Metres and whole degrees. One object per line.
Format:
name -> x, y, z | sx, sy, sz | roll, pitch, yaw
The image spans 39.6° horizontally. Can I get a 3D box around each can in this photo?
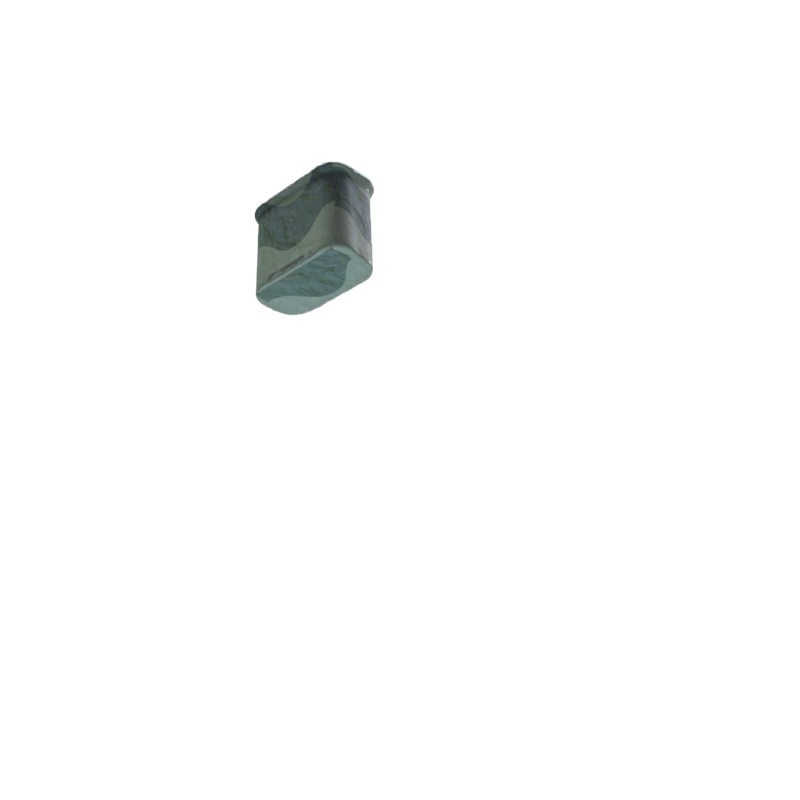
can -> -0.068, -0.124, 0.871 | 0.102, 0.090, 0.054 | -28, -43, 33
